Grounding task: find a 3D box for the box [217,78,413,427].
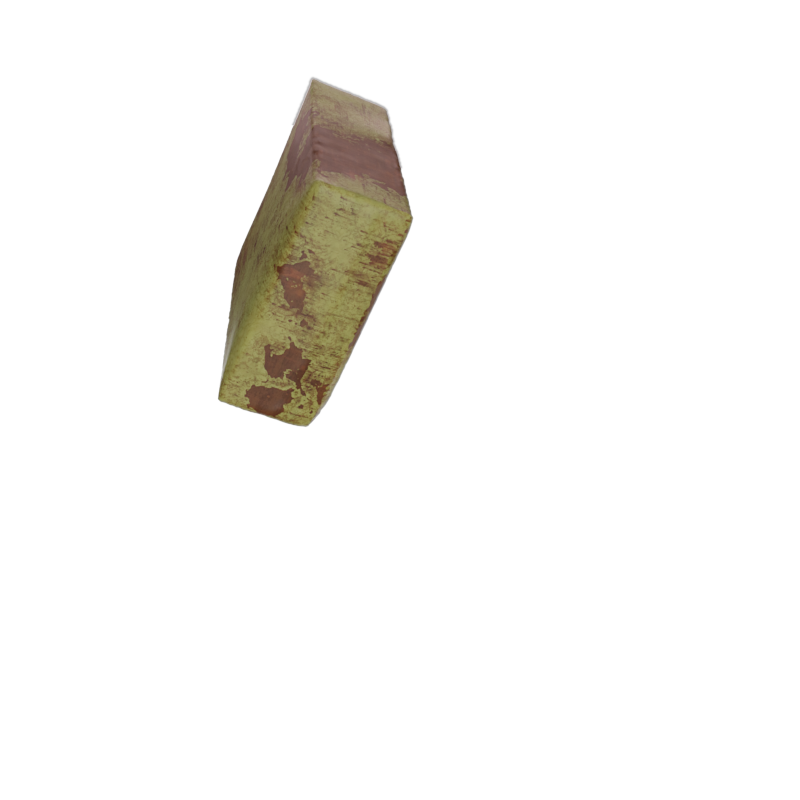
[{"bbox_3d":[-0.060,-0.109,0.765,0.070,0.159,0.227,20,26,-15],"label":"box"}]
